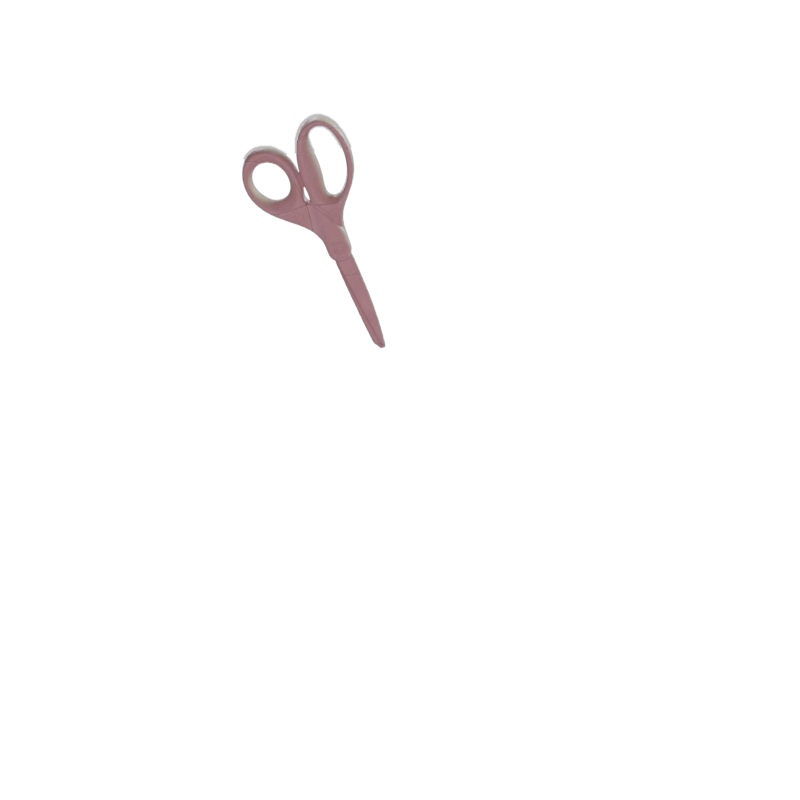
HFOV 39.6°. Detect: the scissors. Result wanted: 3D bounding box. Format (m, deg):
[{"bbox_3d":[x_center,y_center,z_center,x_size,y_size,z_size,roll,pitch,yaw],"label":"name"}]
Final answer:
[{"bbox_3d":[-0.069,-0.126,0.880,0.096,0.191,0.017,-5,23,2],"label":"scissors"}]
